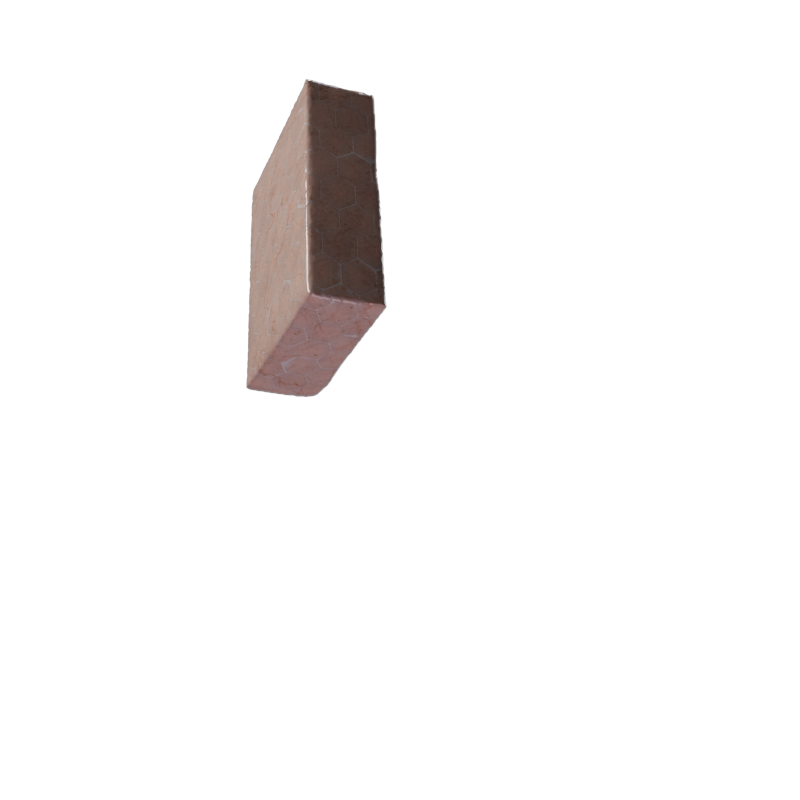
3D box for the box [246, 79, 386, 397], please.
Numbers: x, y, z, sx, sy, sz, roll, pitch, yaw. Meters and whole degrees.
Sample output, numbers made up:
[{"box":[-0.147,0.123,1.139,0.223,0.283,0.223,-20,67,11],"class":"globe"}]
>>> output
[{"box":[-0.073,-0.133,0.933,0.070,0.228,0.158,11,-33,-20],"class":"box"}]
